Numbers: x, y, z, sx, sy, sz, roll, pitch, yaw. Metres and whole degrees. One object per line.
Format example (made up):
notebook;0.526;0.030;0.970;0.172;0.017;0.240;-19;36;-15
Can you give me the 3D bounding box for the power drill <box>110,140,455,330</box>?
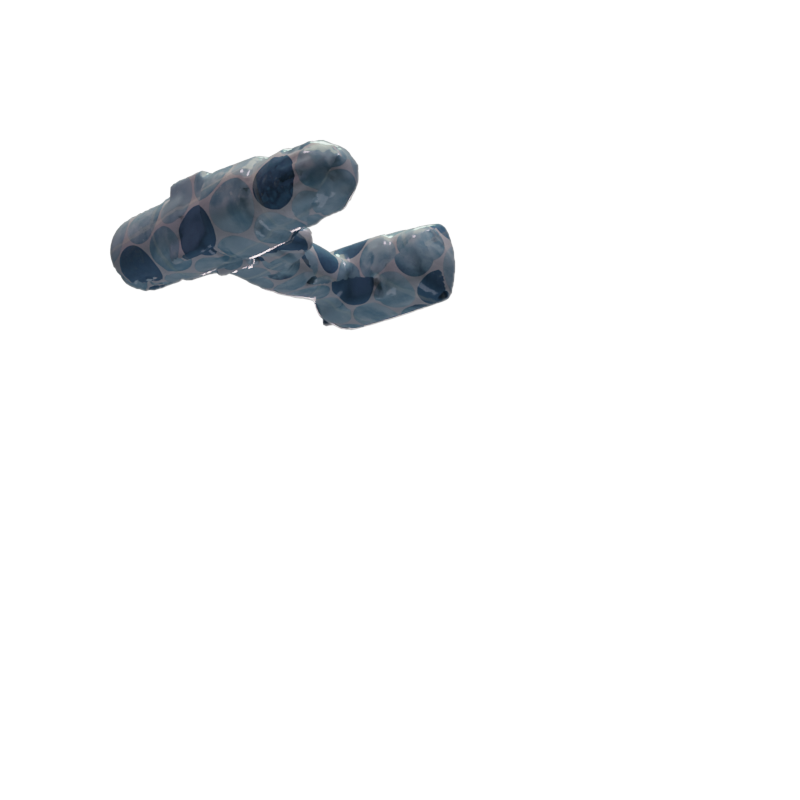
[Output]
power drill;-0.052;-0.095;0.667;0.188;0.060;0.177;-12;-17;41
